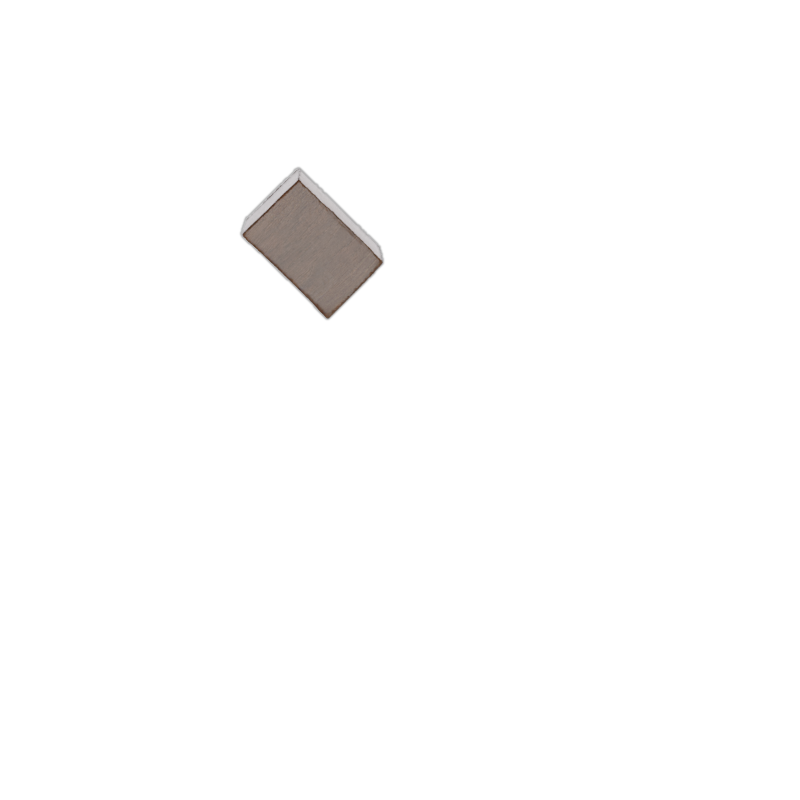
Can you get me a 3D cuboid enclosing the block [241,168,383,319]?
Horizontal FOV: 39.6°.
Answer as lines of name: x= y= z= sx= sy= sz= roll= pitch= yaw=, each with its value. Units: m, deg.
block: x=-0.056 y=-0.101 z=0.710 sx=0.052 sy=0.076 sz=0.053 roll=-43 pitch=11 yaw=9
